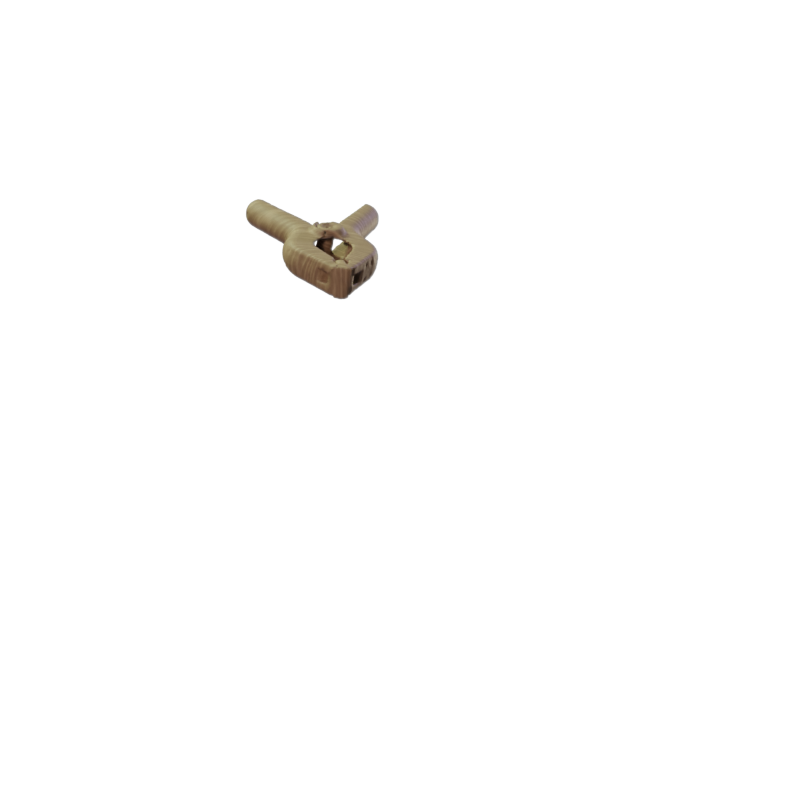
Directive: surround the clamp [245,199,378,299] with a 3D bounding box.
[{"bbox_3d":[-0.074,-0.135,0.943,0.120,0.037,0.181,-1,25,-3],"label":"clamp"}]
